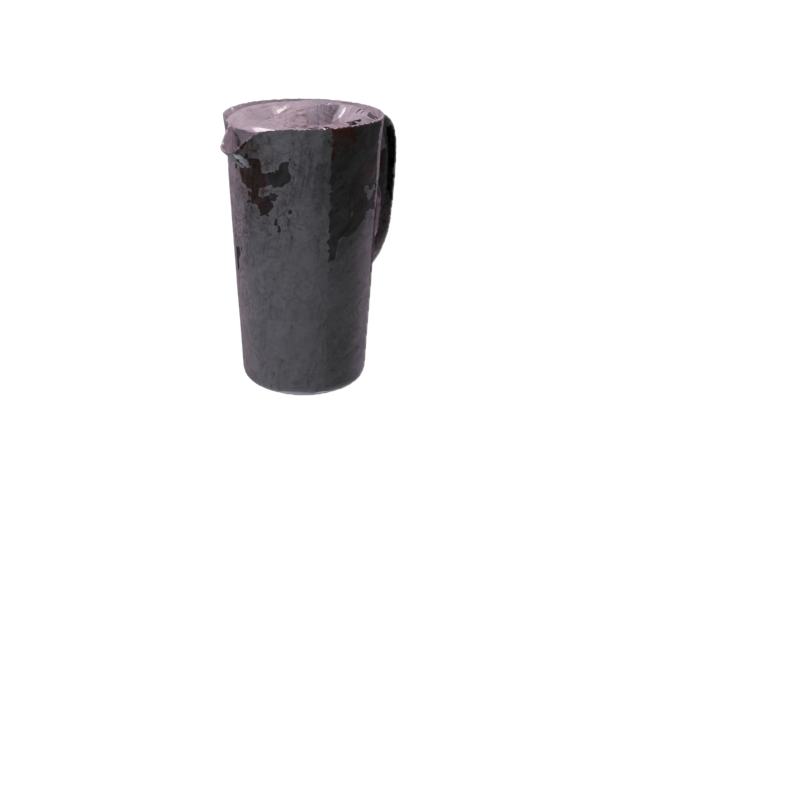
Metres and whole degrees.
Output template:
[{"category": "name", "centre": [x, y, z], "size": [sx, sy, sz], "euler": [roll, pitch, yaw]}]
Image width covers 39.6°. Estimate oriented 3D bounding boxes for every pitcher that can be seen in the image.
[{"category": "pitcher", "centre": [-0.075, -0.137, 0.957], "size": [0.149, 0.232, 0.152], "euler": [0, 21, -3]}]
